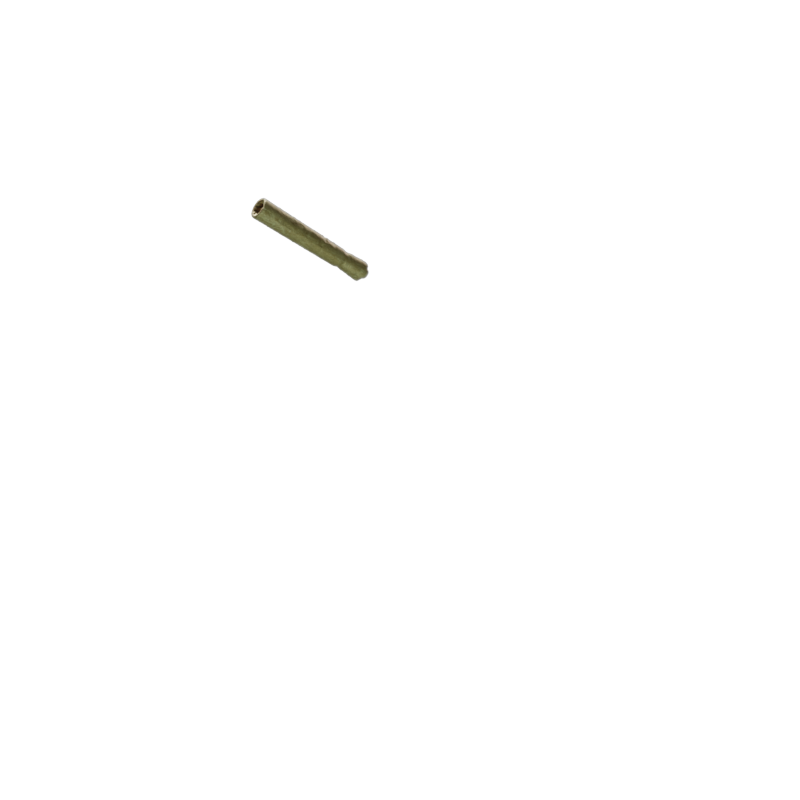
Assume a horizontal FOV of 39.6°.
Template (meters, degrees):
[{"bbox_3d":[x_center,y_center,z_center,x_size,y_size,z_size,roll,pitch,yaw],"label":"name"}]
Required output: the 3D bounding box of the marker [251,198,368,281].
[{"bbox_3d":[-0.073,-0.134,0.937,0.114,0.020,0.020,29,-13,-30],"label":"marker"}]
